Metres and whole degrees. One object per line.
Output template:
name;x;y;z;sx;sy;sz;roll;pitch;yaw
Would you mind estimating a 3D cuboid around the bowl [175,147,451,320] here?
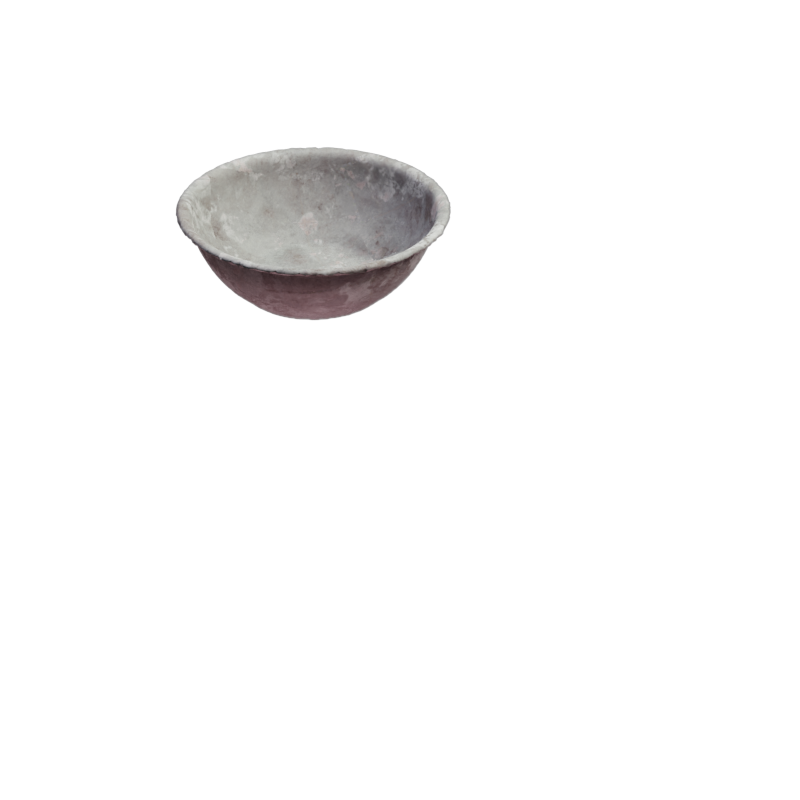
bowl;-0.052;-0.095;0.667;0.162;0.052;0.173;-1;35;-2
